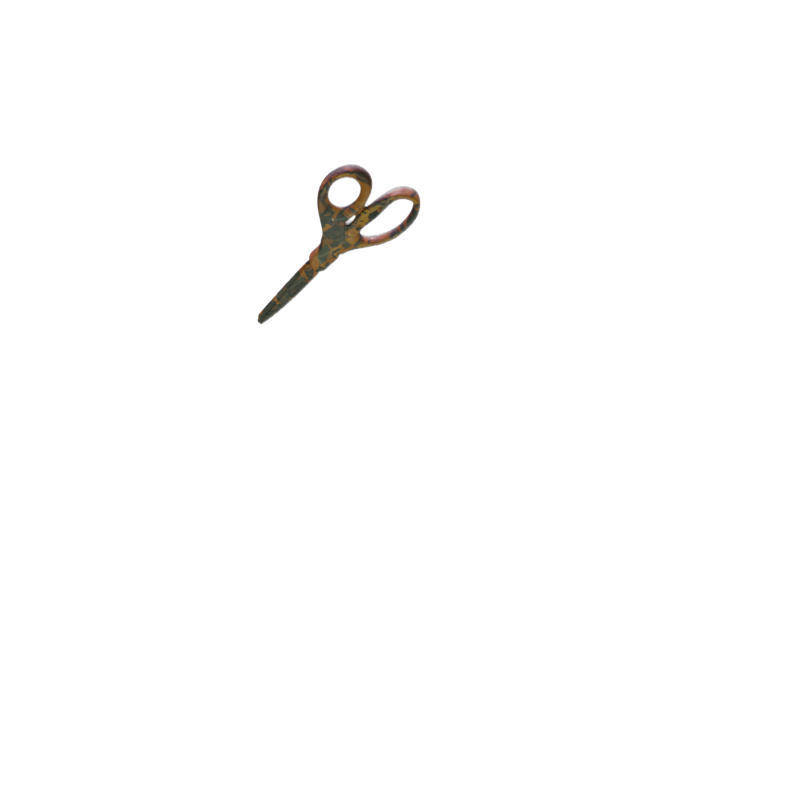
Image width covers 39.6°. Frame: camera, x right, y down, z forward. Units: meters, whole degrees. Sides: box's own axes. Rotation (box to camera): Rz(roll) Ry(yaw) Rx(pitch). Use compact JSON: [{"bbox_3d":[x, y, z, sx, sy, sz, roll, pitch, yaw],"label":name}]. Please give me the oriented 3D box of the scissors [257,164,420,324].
[{"bbox_3d":[-0.076,-0.139,0.973,0.201,0.017,0.090,-28,-53,23],"label":"scissors"}]
